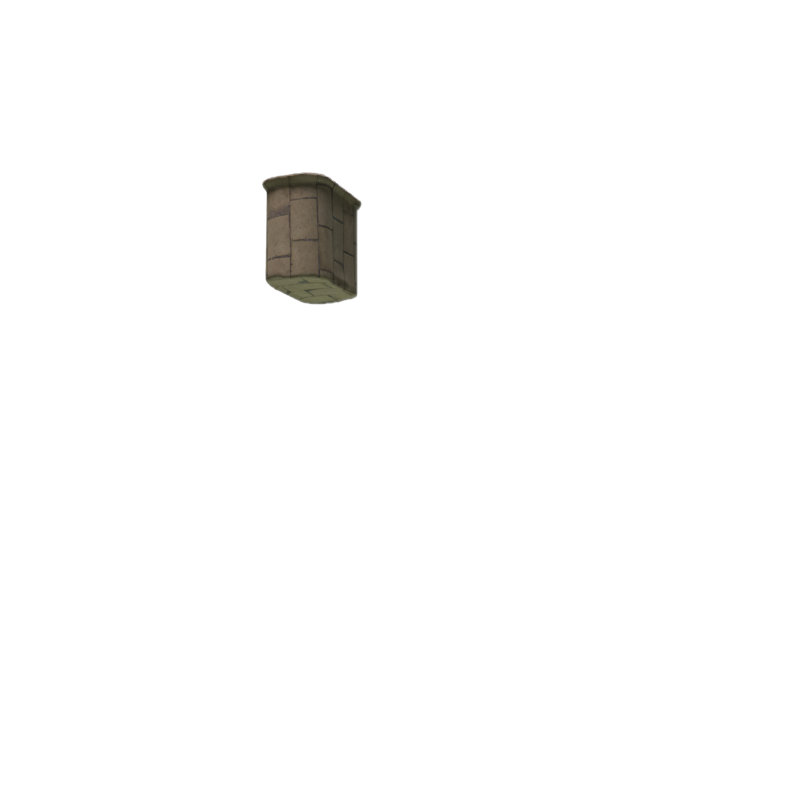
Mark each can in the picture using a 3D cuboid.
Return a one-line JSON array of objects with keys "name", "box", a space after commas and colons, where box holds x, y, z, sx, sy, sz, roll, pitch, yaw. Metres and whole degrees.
[{"name": "can", "box": [-0.070, -0.128, 0.900, 0.059, 0.087, 0.097, -6, -12, 20]}]
